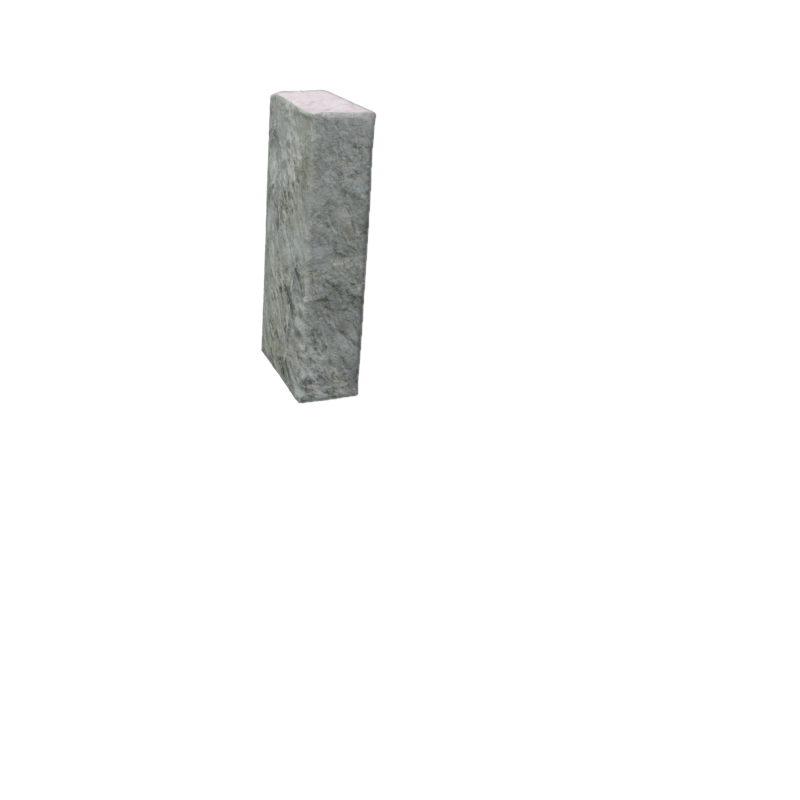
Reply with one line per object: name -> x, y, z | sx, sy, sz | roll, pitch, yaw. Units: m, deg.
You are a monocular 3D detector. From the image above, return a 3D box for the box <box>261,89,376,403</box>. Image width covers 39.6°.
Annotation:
box -> -0.054, -0.098, 0.683 | 0.047, 0.170, 0.099 | -5, 19, -20
